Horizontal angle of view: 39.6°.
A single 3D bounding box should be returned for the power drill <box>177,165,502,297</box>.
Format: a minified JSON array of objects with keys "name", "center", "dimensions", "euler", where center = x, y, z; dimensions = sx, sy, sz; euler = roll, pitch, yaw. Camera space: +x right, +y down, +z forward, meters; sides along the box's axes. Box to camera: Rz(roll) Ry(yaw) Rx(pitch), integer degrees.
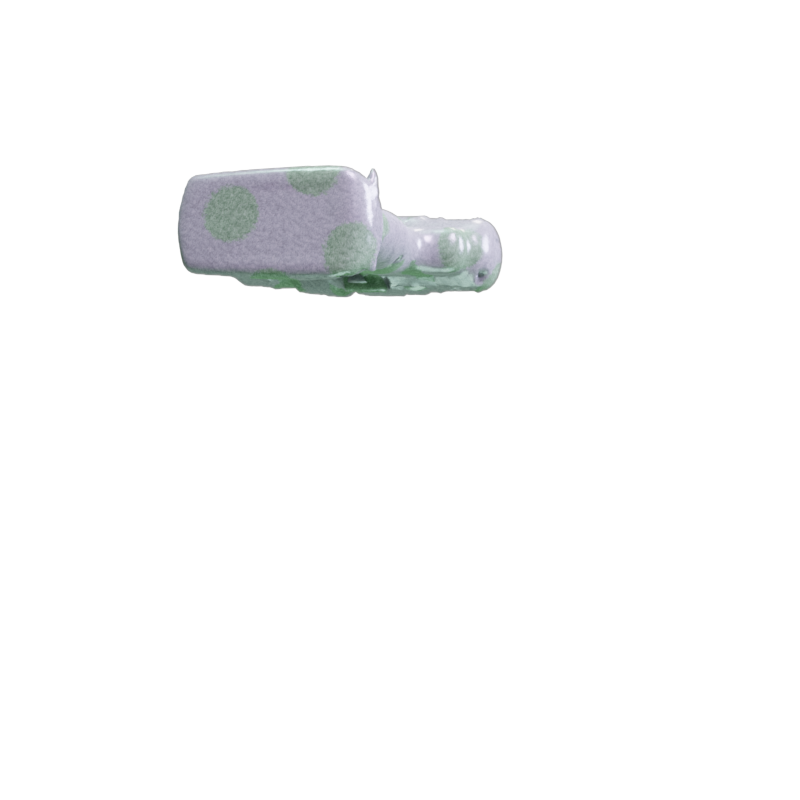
[{"name":"power drill","center":[-0.050,-0.091,0.640],"dimensions":[0.189,0.058,0.182],"euler":[1,2,21]}]
